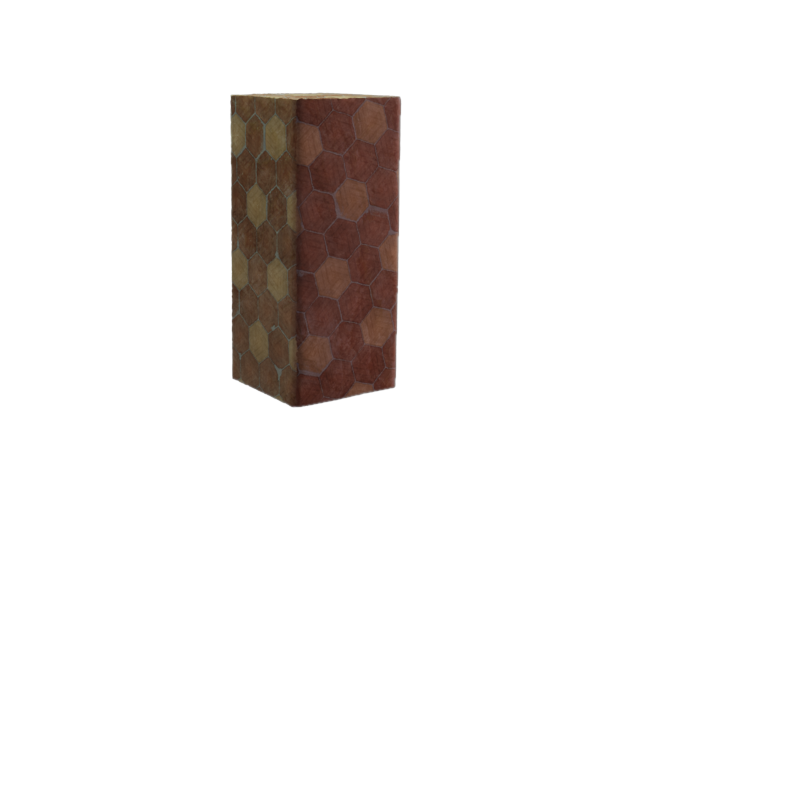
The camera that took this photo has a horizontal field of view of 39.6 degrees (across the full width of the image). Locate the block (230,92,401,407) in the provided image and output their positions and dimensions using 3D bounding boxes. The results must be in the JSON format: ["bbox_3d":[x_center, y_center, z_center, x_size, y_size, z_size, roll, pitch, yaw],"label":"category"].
[{"bbox_3d":[-0.061,-0.112,0.783,0.088,0.201,0.096,-7,13,-36],"label":"block"}]
